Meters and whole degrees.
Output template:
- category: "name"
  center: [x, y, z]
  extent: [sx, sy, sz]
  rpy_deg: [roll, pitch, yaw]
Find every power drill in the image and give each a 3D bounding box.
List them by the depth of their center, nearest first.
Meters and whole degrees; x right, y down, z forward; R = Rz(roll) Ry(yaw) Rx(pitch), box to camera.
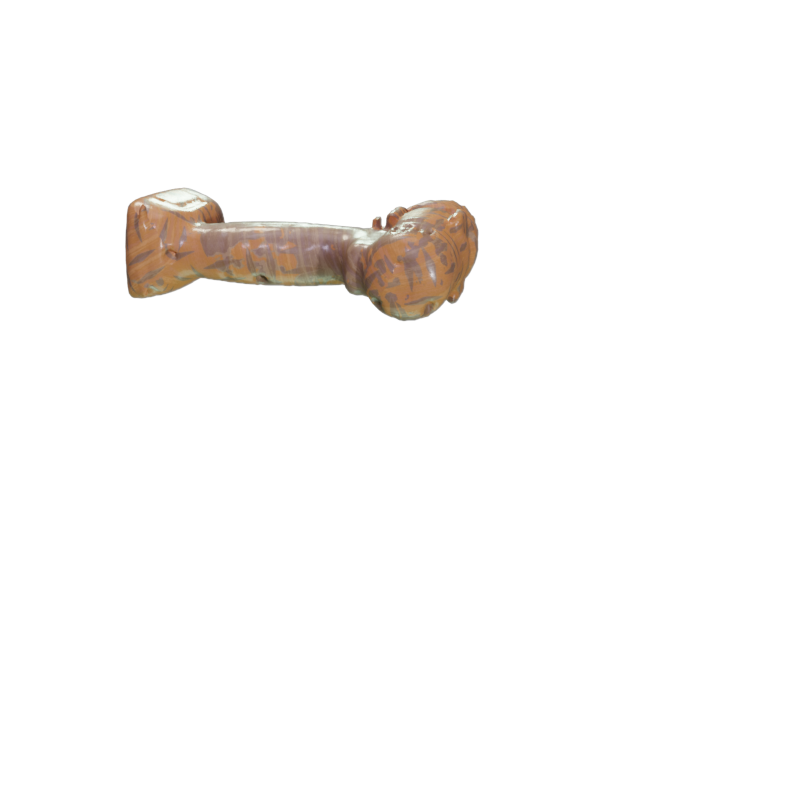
- category: "power drill"
  center: [-0.050, -0.091, 0.640]
  extent: [0.191, 0.056, 0.186]
  rpy_deg: [3, 15, 11]
